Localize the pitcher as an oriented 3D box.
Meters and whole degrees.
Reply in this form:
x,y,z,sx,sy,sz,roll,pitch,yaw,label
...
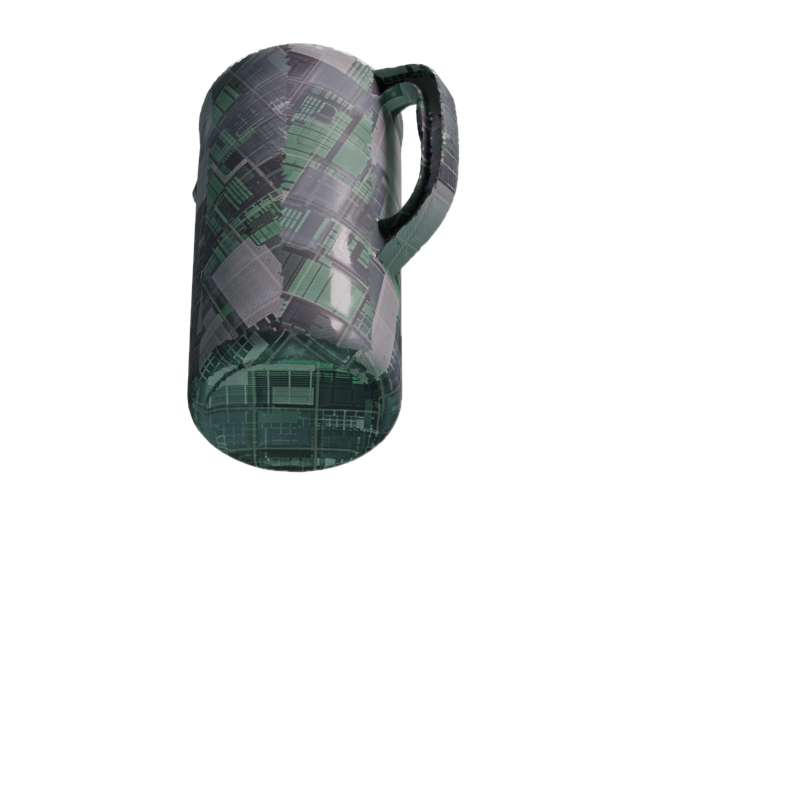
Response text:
x,y,z,sx,sy,sz,roll,pitch,yaw,label
-0.049,-0.090,0.630,0.143,0.261,0.141,8,-45,-11,pitcher
